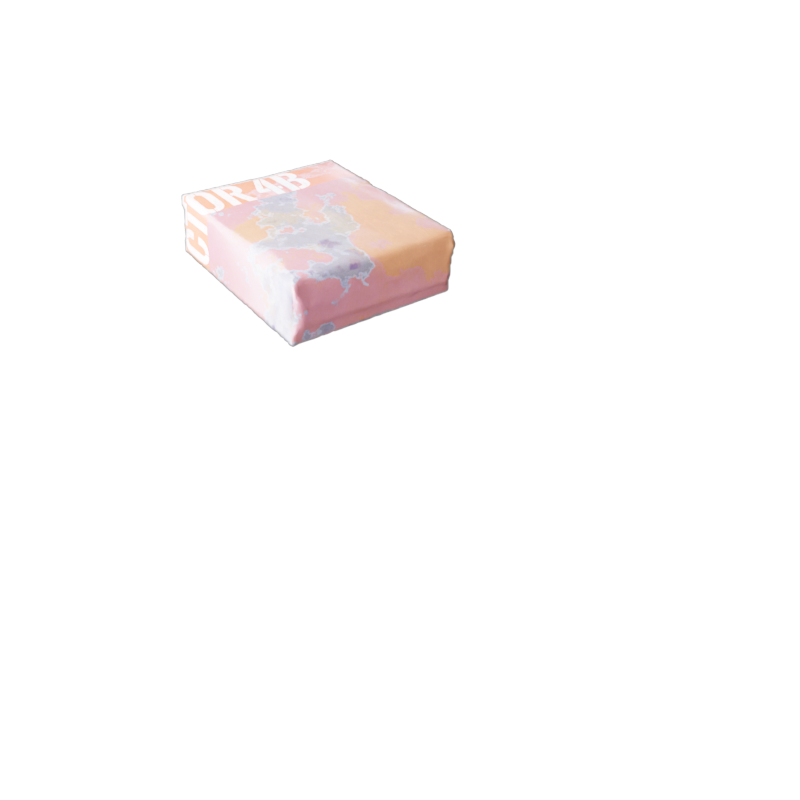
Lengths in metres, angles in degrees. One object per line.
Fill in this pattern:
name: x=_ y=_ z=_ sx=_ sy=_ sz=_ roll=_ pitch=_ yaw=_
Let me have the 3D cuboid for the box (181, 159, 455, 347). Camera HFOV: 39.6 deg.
box: x=-0.034 y=-0.062 z=0.438 sx=0.072 sy=0.028 sz=0.096 roll=-19 pitch=37 yaw=-28
